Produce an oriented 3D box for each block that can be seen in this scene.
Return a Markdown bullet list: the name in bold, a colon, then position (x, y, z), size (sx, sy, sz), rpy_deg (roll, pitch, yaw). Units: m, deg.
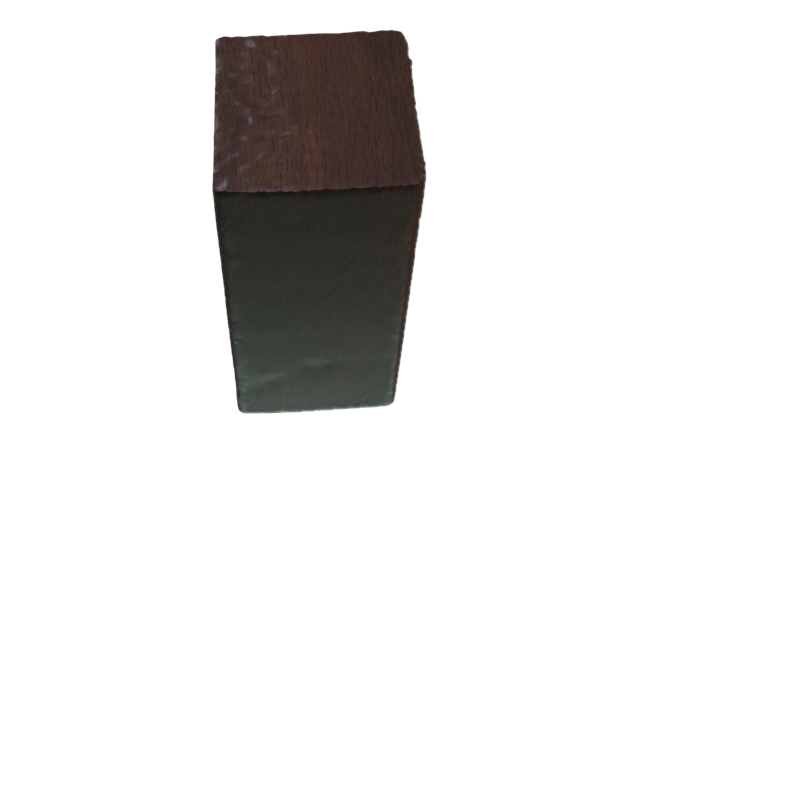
- **block**: position (-0.043, -0.080, 0.561), size (0.090, 0.097, 0.194), rpy_deg (-2, -30, -5)
